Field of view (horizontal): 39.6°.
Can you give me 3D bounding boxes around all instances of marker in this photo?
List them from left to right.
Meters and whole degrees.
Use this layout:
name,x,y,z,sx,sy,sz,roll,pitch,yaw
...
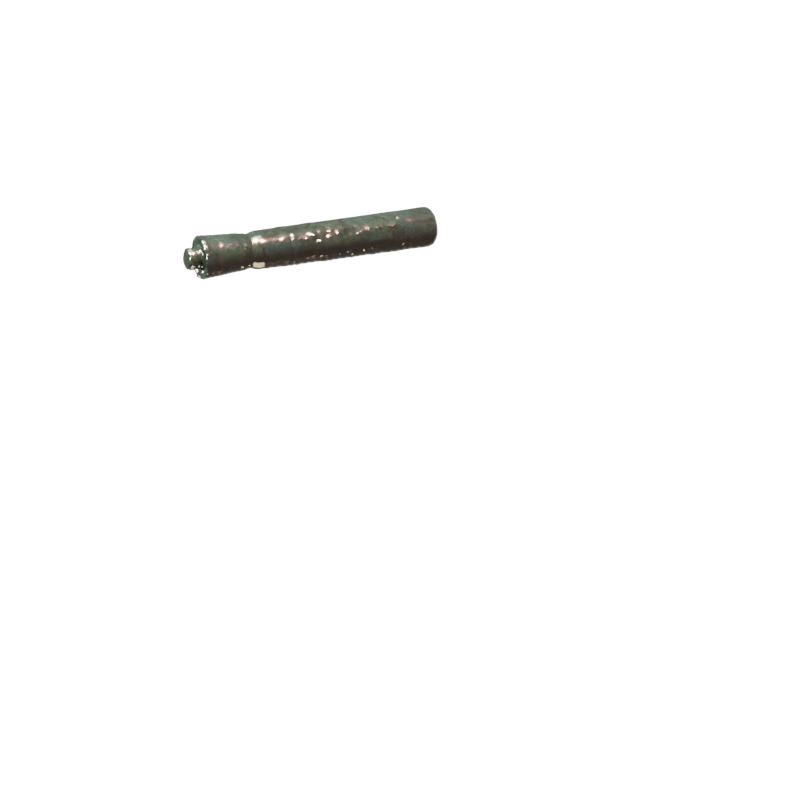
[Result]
name,x,y,z,sx,sy,sz,roll,pitch,yaw
marker,-0.039,-0.071,0.494,0.118,0.019,0.020,-12,9,-27
